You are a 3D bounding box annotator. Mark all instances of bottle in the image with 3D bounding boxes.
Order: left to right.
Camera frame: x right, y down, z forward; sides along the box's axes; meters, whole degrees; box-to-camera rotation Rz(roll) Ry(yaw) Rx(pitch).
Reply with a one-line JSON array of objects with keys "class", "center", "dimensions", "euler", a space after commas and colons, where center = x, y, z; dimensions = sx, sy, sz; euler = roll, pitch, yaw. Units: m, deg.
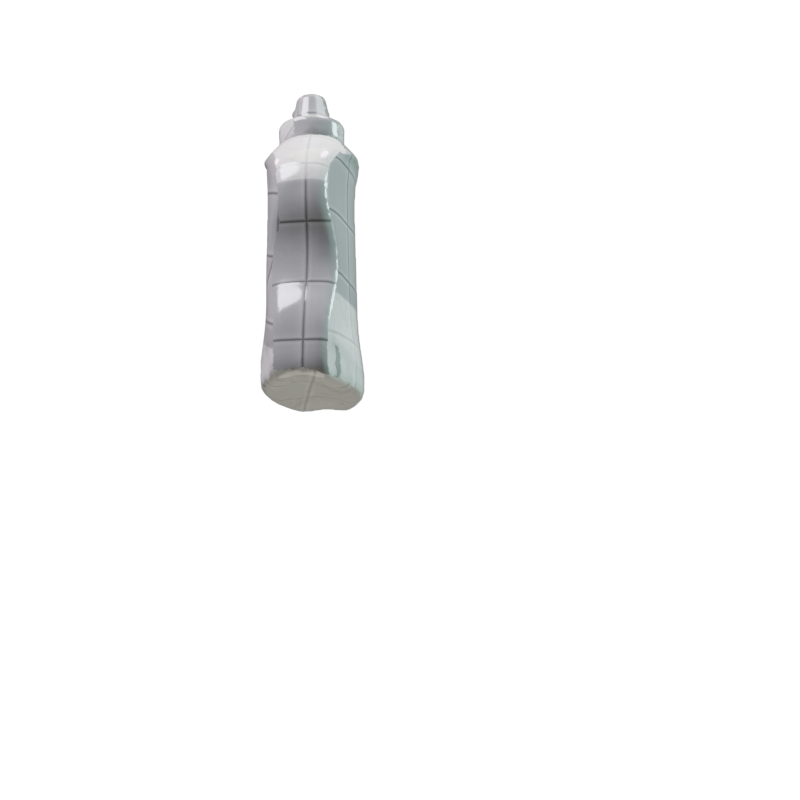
[{"class": "bottle", "center": [-0.053, -0.095, 0.668], "dimensions": [0.059, 0.200, 0.091], "euler": [-4, -18, 9]}]
